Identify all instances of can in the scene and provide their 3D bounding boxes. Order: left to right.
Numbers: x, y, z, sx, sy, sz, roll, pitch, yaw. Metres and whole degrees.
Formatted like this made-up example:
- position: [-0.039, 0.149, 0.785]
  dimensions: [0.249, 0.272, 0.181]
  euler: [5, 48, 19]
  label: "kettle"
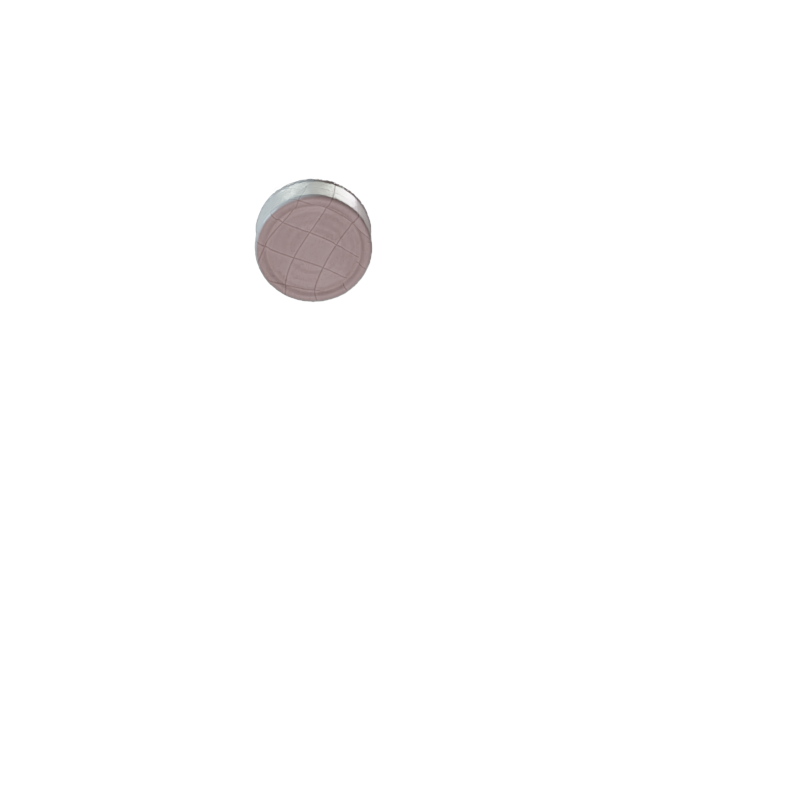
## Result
- position: [-0.063, -0.115, 0.805]
  dimensions: [0.086, 0.081, 0.035]
  euler: [1, 27, -1]
  label: "can"
